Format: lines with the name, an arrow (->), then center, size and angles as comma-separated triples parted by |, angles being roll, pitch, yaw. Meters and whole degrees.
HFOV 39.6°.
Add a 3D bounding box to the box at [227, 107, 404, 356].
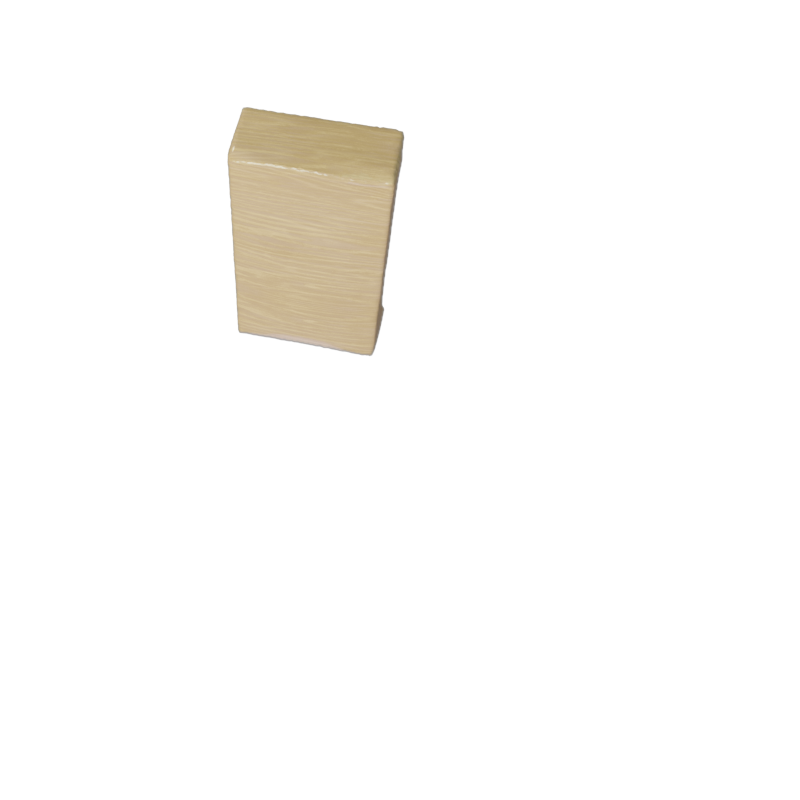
box -> -0.052, -0.094, 0.661 | 0.094, 0.051, 0.166 | 11, -29, 3
